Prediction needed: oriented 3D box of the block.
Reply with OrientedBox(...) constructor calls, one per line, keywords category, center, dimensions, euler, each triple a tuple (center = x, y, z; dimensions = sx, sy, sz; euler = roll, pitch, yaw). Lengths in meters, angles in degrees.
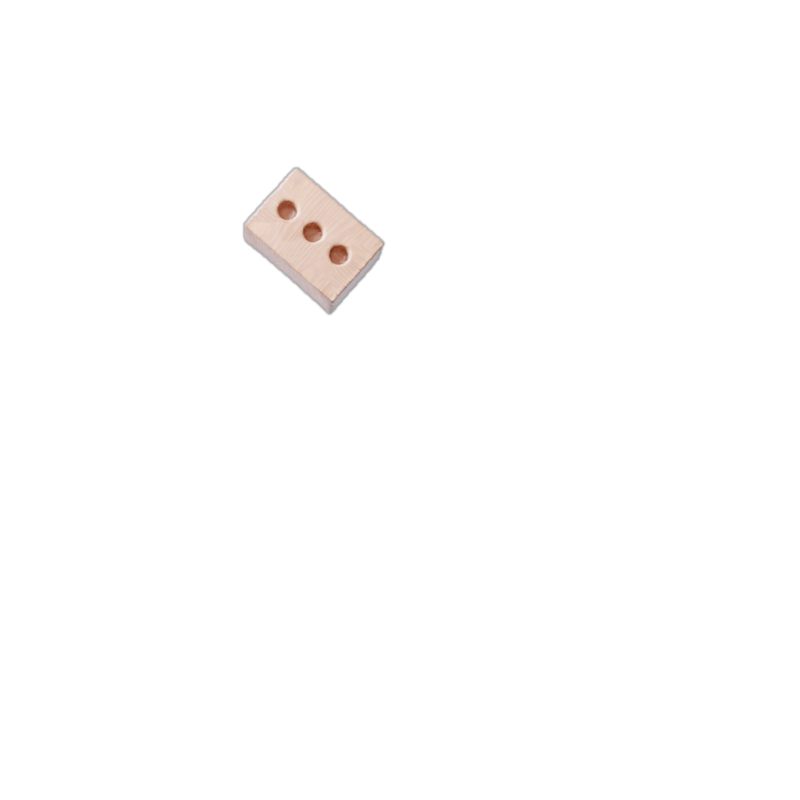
OrientedBox(category="block", center=(-0.057, -0.103, 0.722), dimensions=(0.080, 0.053, 0.050), euler=(41, -9, 6))
